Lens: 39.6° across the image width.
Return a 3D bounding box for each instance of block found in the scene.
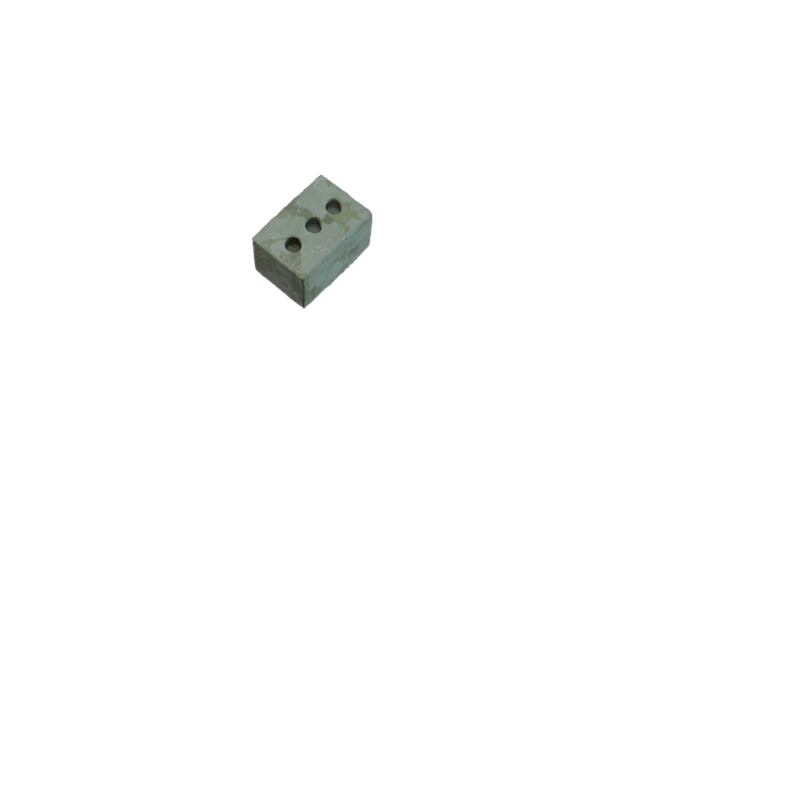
[{"bbox_3d":[-0.065,-0.118,0.826,0.055,0.079,0.048,38,-21,15],"label":"block"}]
